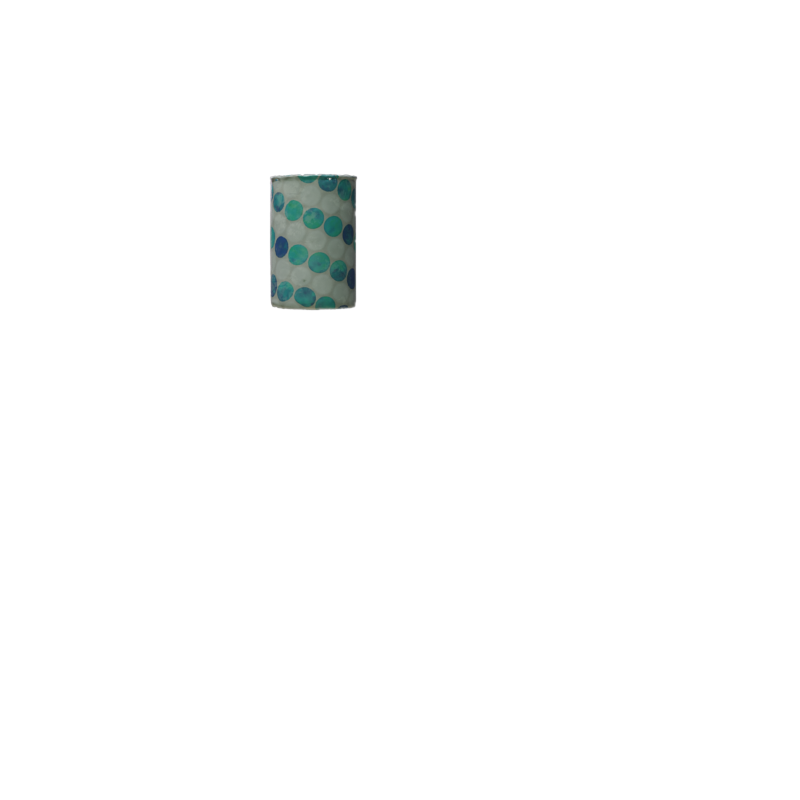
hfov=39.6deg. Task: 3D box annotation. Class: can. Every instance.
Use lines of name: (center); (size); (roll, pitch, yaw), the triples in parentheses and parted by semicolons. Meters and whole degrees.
can: (-0.067, -0.123, 0.861); (0.068, 0.102, 0.069); (0, 3, -2)
